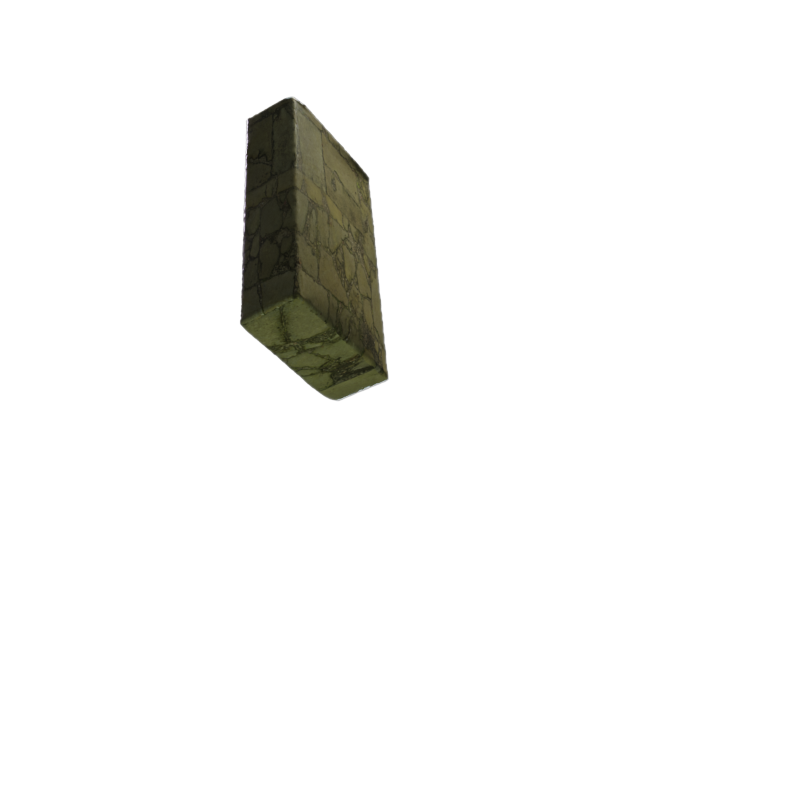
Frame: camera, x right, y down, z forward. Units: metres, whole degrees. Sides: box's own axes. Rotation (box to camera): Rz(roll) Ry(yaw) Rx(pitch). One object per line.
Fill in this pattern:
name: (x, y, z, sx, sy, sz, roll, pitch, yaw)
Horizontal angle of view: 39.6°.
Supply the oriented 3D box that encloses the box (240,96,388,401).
box: (-0.052, -0.096, 0.671, 0.048, 0.189, 0.086, -25, -44, 24)
